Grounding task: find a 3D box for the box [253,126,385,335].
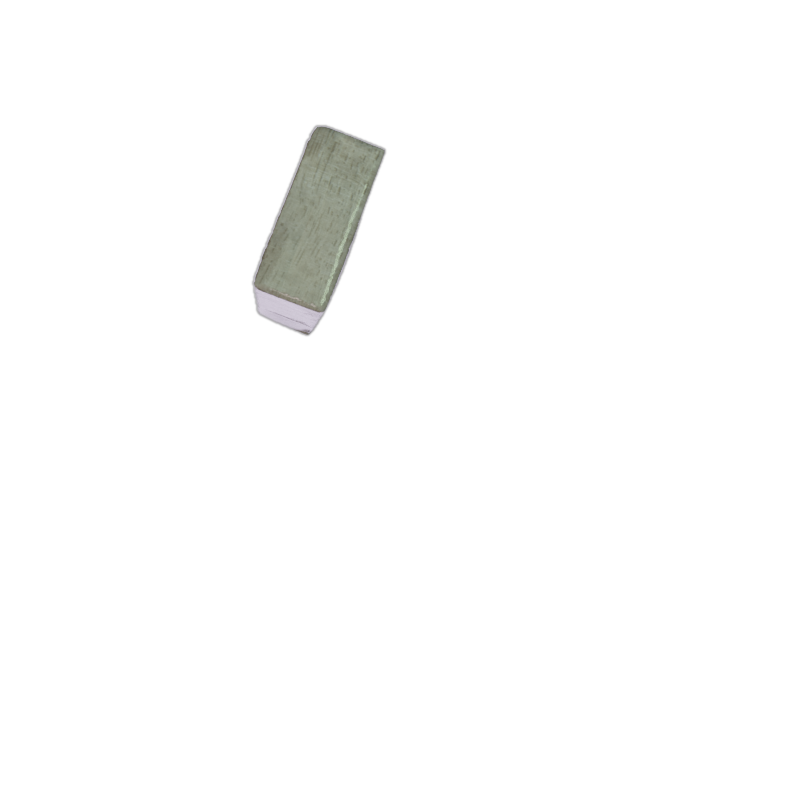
[{"bbox_3d":[-0.051,-0.092,0.644,0.048,0.095,0.174,21,-5,-3],"label":"box"}]
